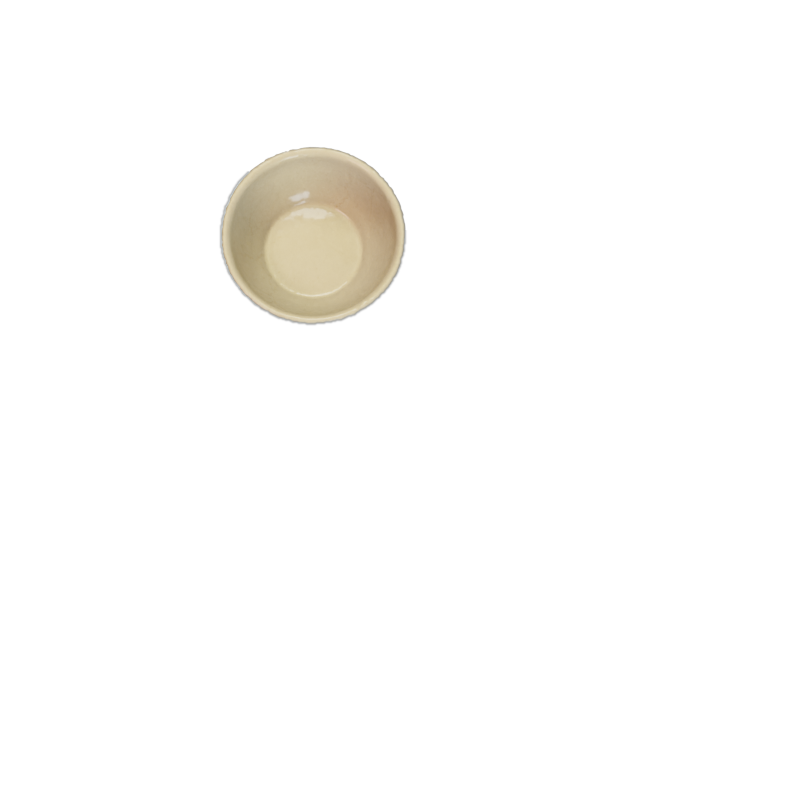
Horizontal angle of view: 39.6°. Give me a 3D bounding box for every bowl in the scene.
[{"bbox_3d":[-0.077,-0.141,0.989,0.162,0.168,0.053,-1,-16,-1],"label":"bowl"}]
